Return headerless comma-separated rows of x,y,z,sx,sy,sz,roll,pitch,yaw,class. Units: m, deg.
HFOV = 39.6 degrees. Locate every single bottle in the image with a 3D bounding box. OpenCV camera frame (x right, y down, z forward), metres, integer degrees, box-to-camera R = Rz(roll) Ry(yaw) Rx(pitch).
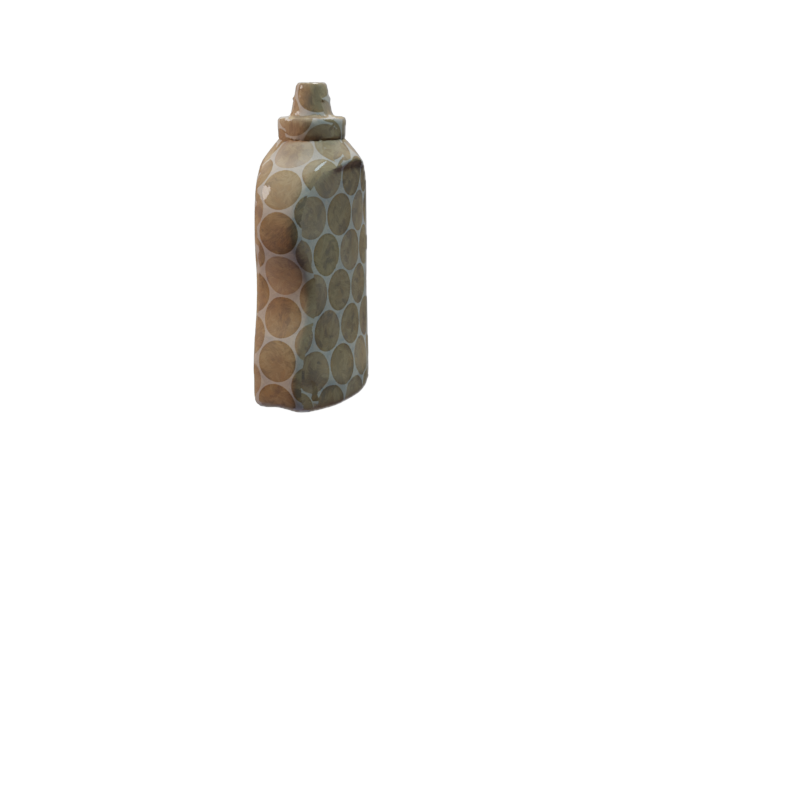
-0.053,-0.096,0.674,0.061,0.187,0.095,6,12,26,bottle
